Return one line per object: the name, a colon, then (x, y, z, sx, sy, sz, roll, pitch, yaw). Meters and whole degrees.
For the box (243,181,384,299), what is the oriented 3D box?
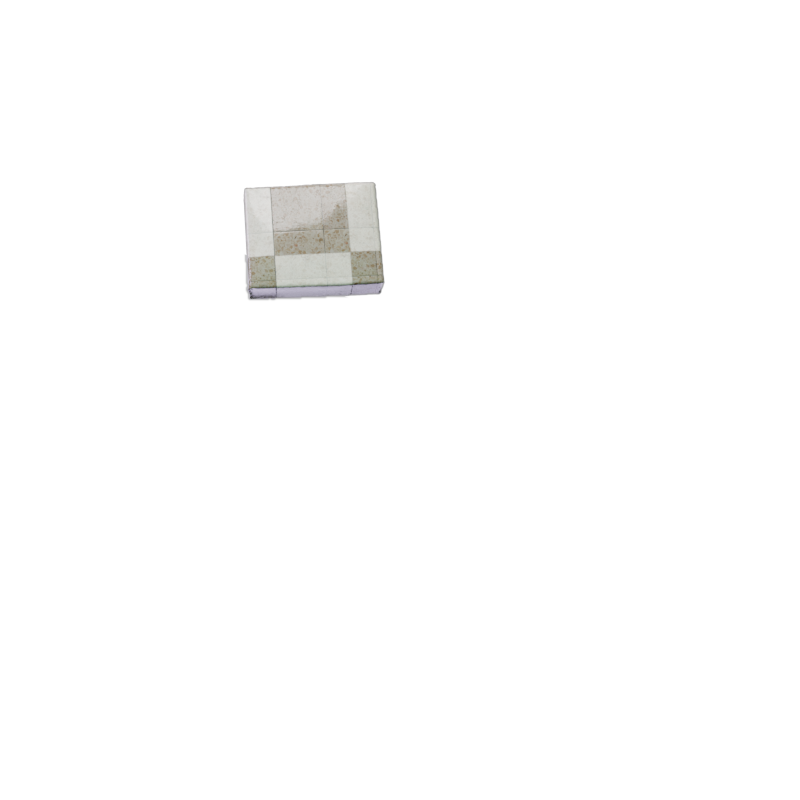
box: (-0.072, -0.132, 0.922, 0.113, 0.094, 0.037, -4, -20, -2)
